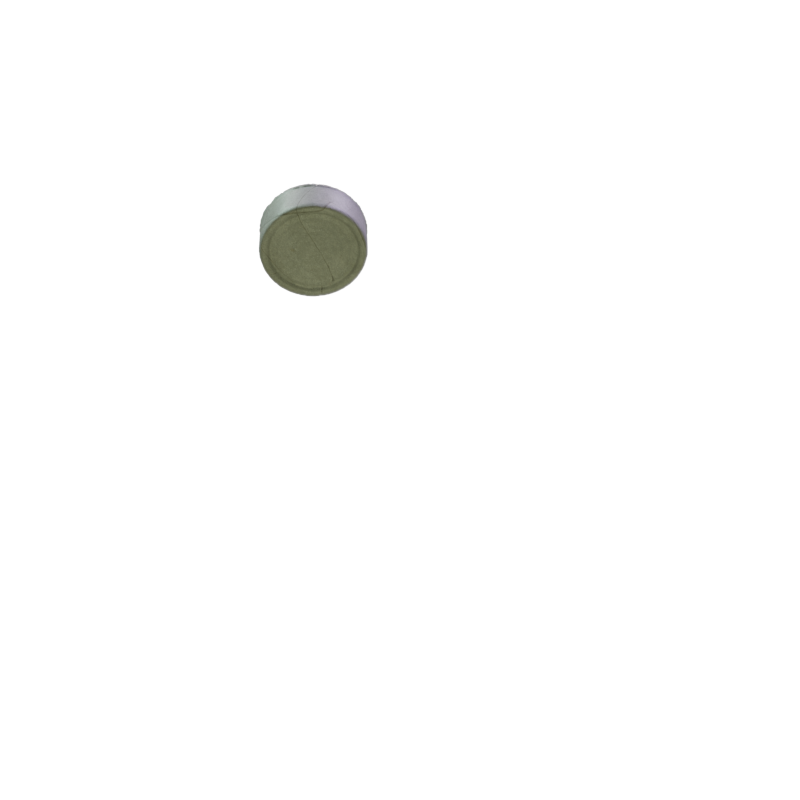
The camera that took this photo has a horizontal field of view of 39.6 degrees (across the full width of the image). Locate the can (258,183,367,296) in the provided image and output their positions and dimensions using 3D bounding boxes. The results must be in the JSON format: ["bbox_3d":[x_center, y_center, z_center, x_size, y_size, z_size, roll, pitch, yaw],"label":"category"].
[{"bbox_3d":[-0.068,-0.124,0.869,0.086,0.080,0.036,1,35,-1],"label":"can"}]
